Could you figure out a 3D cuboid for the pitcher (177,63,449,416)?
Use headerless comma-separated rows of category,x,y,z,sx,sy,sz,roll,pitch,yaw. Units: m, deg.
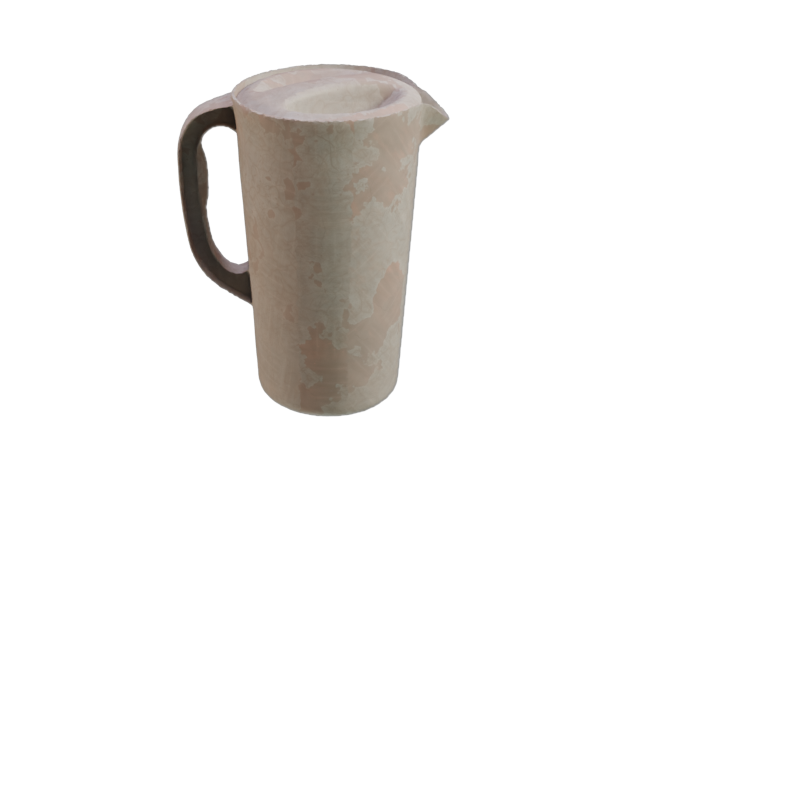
pitcher,-0.063,-0.115,0.807,0.158,0.230,0.144,23,34,35
